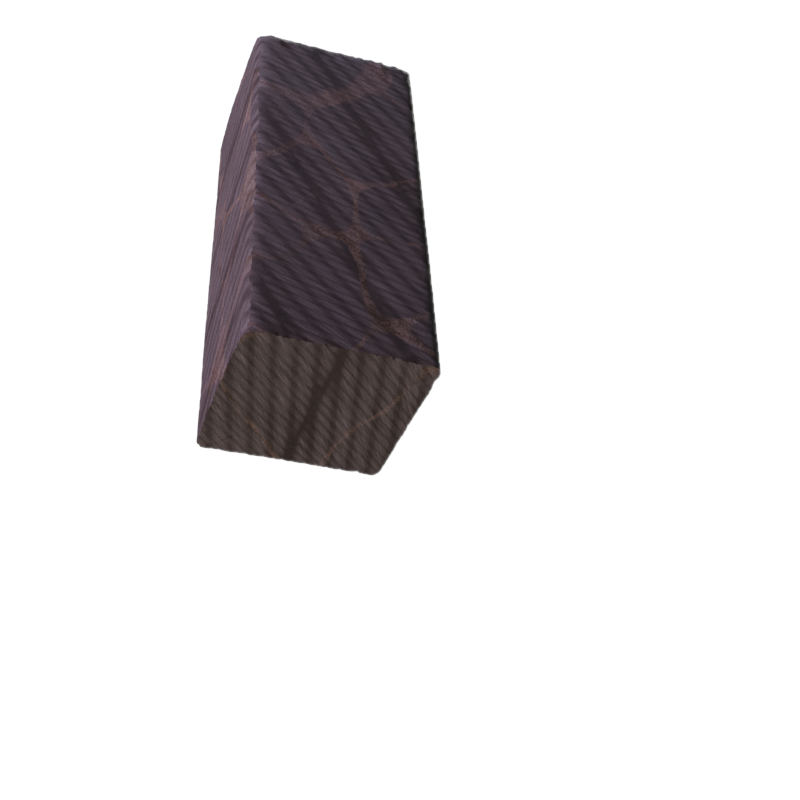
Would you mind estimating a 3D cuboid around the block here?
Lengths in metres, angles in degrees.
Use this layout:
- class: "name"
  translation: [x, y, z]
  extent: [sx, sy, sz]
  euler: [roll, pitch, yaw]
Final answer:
- class: "block"
  translation: [-0.044, -0.080, 0.560]
  extent: [0.088, 0.221, 0.086]
  euler: [11, -42, -16]
